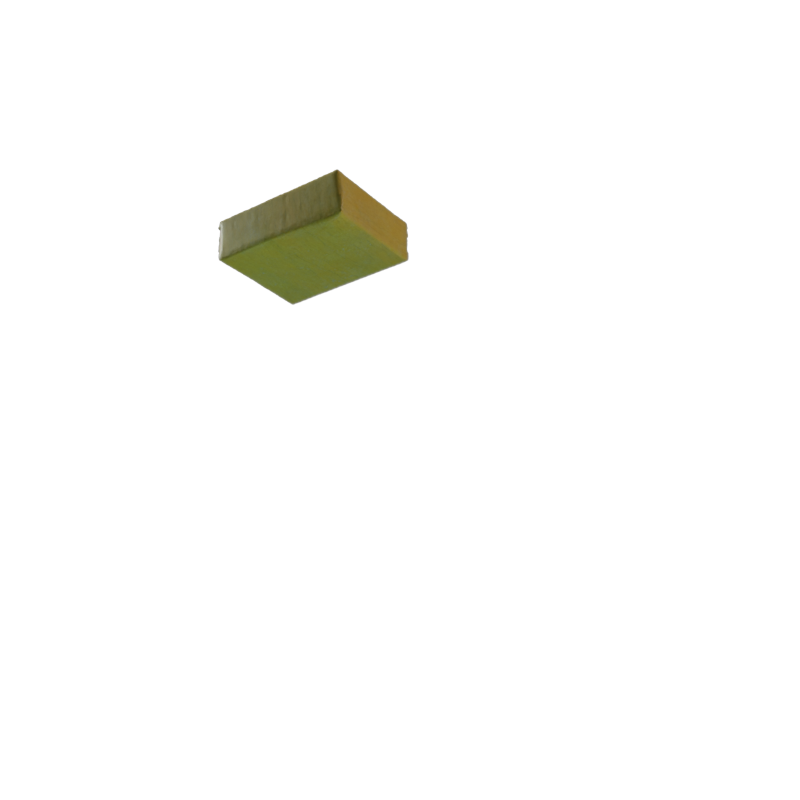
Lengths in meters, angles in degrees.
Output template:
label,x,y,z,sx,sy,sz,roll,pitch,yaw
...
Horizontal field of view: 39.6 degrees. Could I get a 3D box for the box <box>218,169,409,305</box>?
label,x,y,z,sx,sy,sz,roll,pitch,yaw
box,-0.064,-0.117,0.817,0.115,0.041,0.084,-16,-29,31
